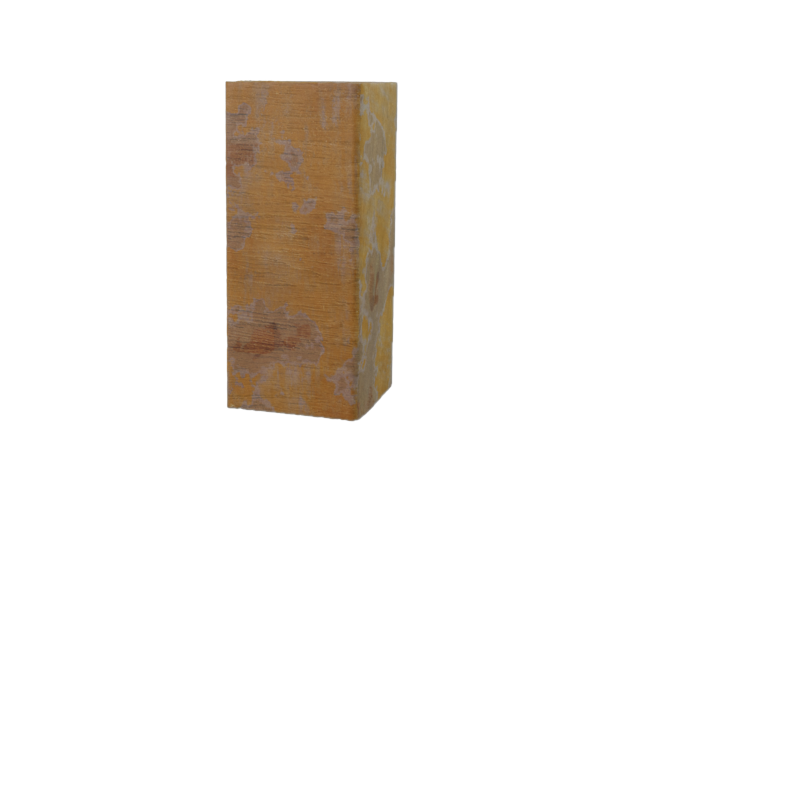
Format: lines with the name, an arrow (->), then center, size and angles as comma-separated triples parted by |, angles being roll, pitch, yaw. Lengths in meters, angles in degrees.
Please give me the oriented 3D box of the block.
block -> -0.056, -0.102, 0.717 | 0.093, 0.202, 0.090 | 3, 10, 16
